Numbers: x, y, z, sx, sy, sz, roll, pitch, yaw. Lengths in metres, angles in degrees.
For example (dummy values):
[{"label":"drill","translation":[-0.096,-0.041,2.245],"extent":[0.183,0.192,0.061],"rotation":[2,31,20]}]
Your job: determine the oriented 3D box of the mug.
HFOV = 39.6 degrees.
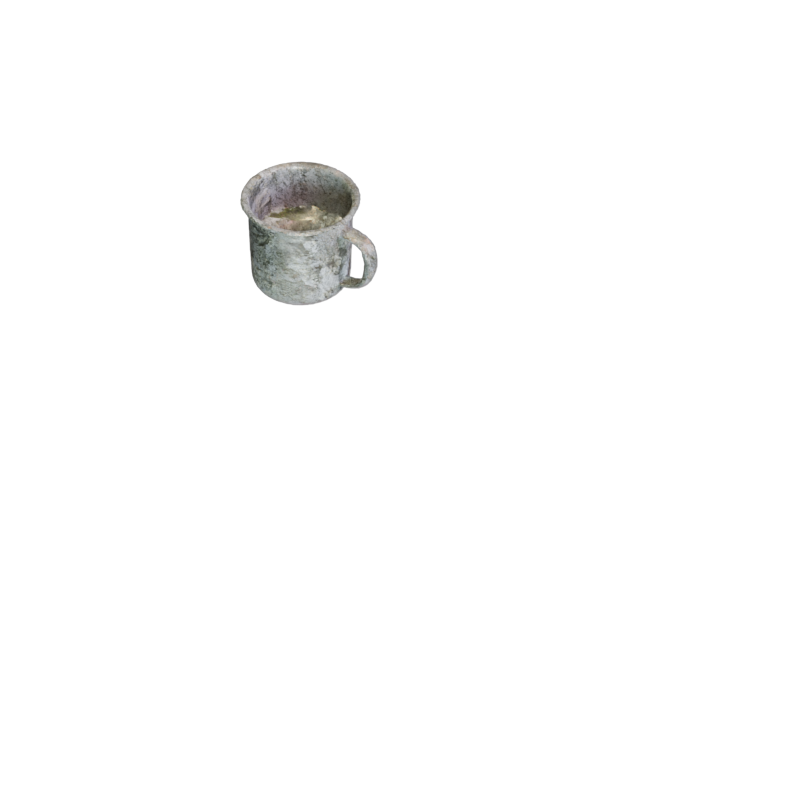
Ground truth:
[{"label":"mug","translation":[-0.069,-0.125,0.877],"extent":[0.123,0.076,0.095],"rotation":[24,48,22]}]
